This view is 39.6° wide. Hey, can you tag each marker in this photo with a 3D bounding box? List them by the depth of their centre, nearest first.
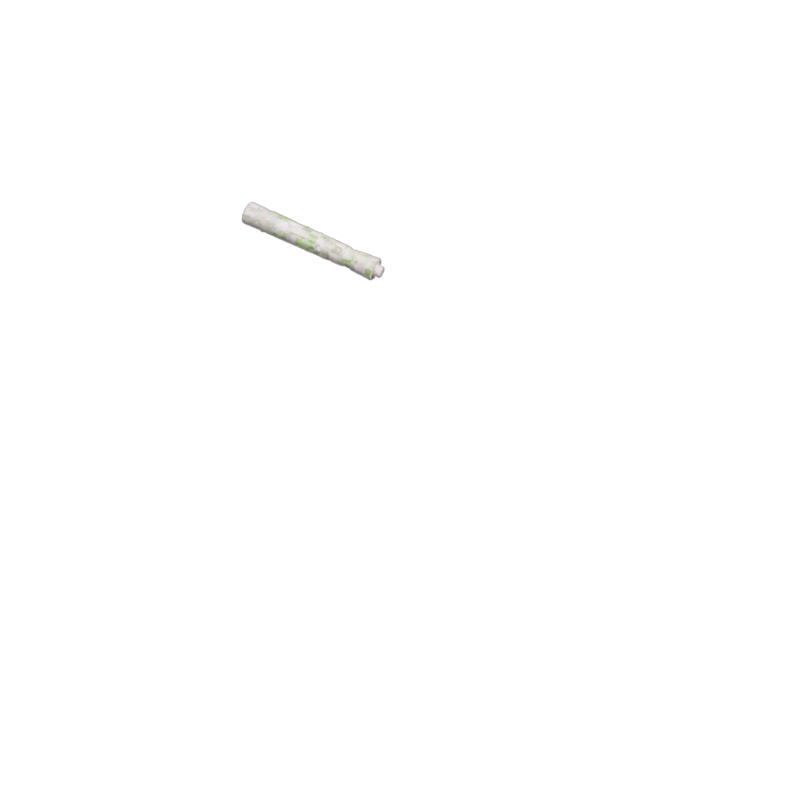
[{"bbox_3d":[-0.067,-0.123,0.861,0.126,0.019,0.019,26,11,17],"label":"marker"}]
